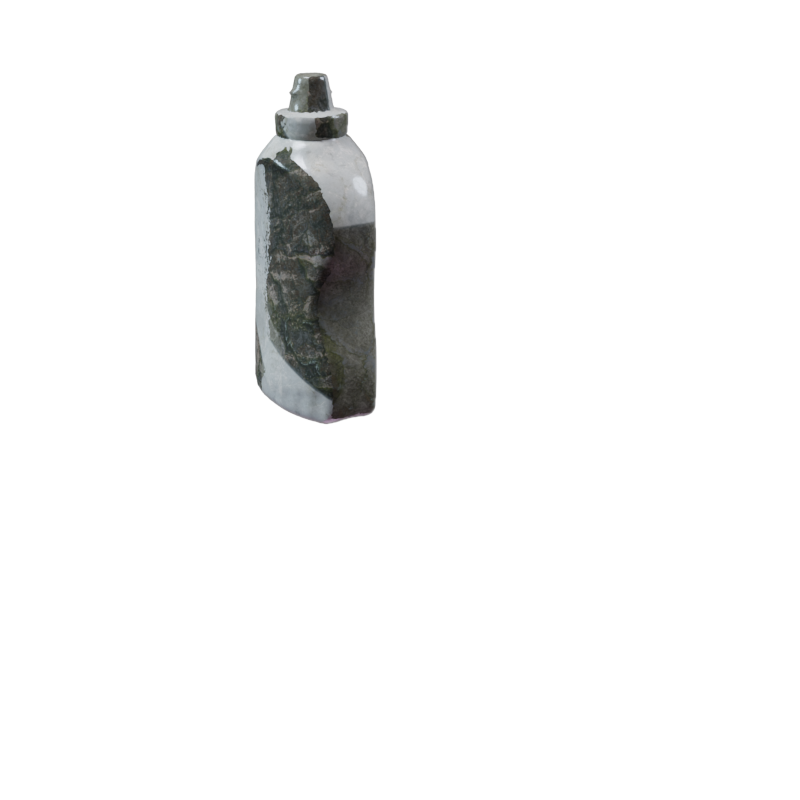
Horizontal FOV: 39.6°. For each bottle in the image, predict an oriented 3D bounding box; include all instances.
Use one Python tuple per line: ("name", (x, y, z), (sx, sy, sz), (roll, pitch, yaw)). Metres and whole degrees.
("bottle", (-0.050, -0.091, 0.636), (0.057, 0.185, 0.102), (-8, 19, -28))
